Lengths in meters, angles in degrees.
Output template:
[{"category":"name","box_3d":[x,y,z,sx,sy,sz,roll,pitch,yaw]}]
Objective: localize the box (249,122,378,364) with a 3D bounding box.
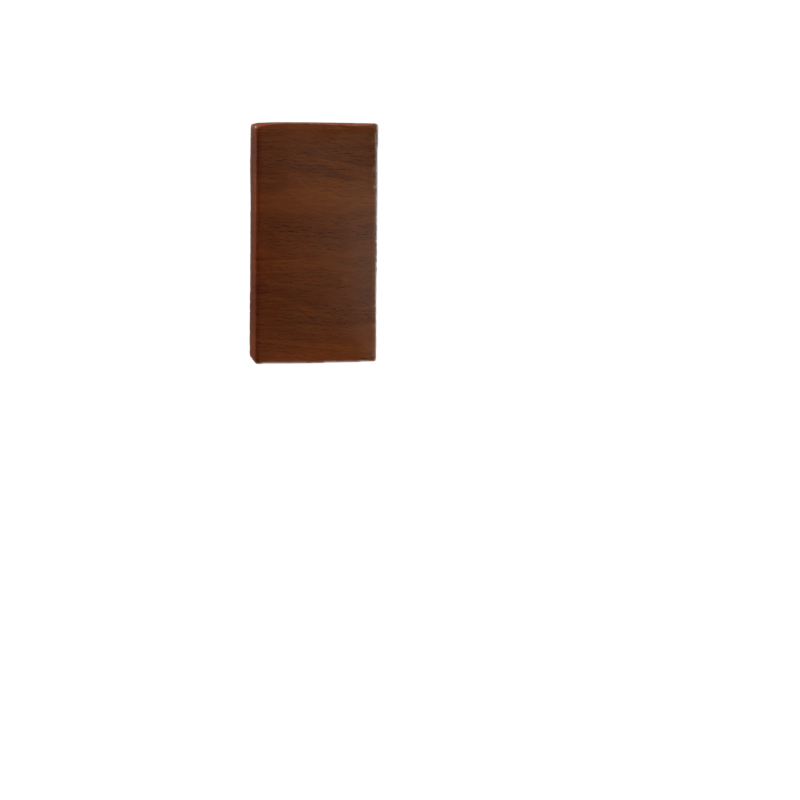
[{"category":"box","box_3d":[-0.065,-0.118,0.823,0.092,0.174,0.049,-1,6,-11]}]
